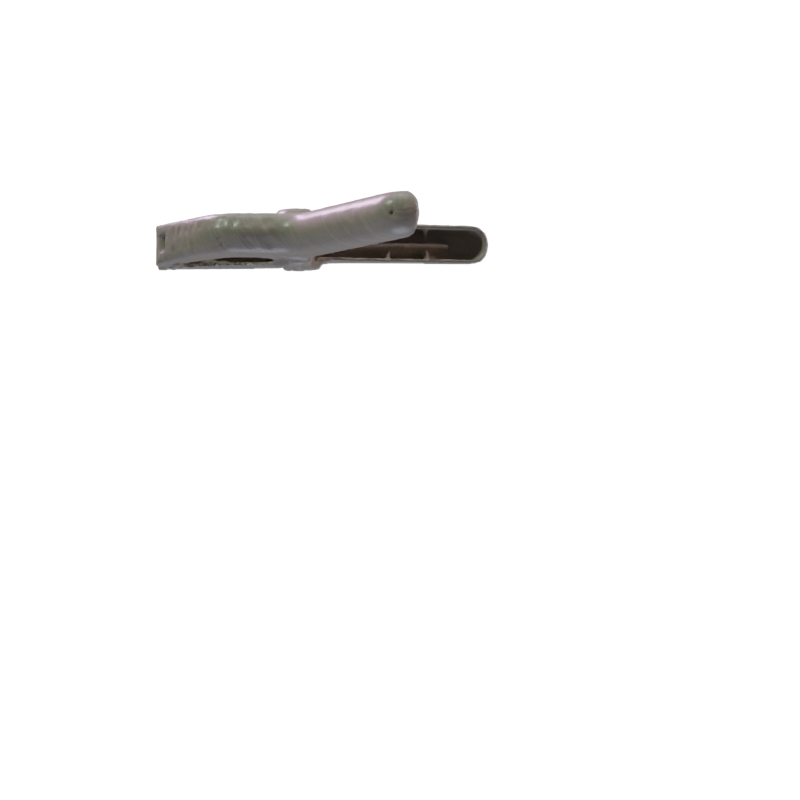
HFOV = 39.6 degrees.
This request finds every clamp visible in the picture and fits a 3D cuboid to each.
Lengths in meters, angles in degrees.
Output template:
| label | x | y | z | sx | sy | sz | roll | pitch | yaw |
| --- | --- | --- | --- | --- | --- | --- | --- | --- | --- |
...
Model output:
| label | x | y | z | sx | sy | sz | roll | pitch | yaw |
| --- | --- | --- | --- | --- | --- | --- | --- | --- | --- |
| clamp | -0.055 | -0.099 | 0.697 | 0.216 | 0.037 | 0.158 | 0 | -1 | 27 |
